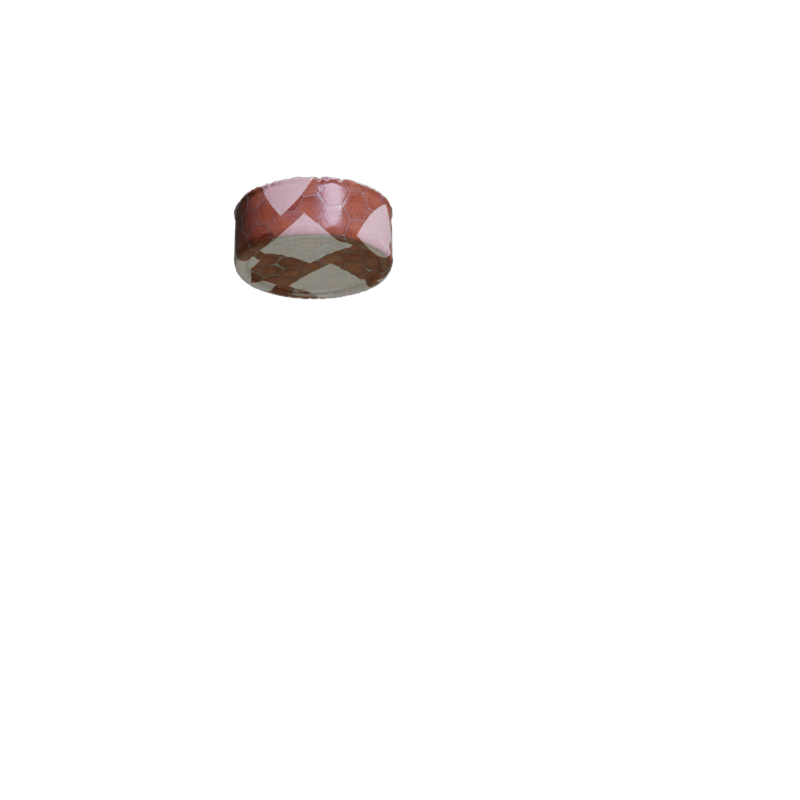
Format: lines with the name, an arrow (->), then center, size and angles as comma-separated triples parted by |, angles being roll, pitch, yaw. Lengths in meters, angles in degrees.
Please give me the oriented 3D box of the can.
can -> -0.046, -0.085, 0.593 | 0.086, 0.035, 0.082 | 0, -20, -2
